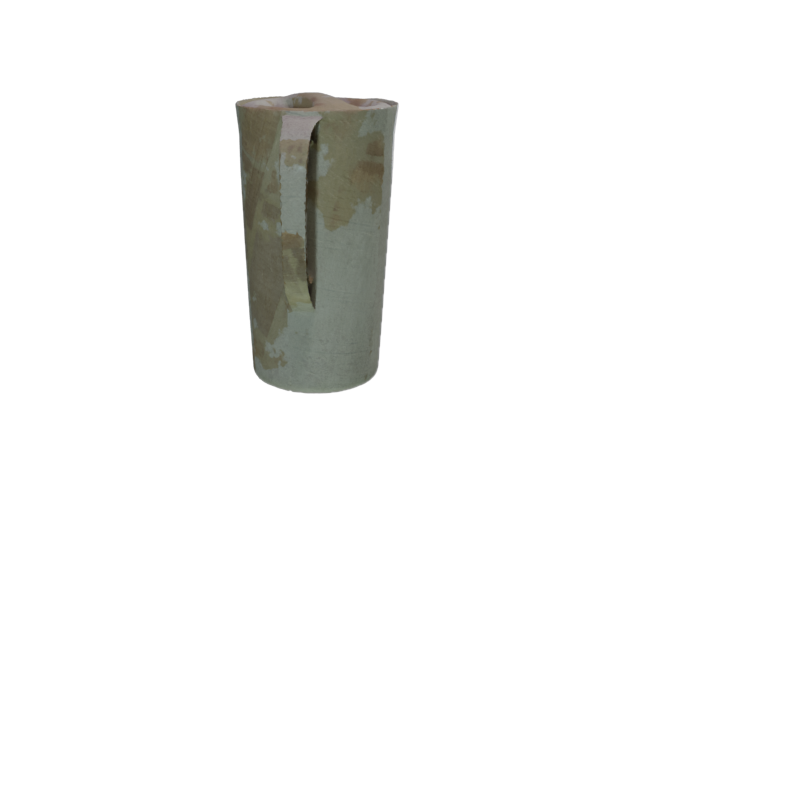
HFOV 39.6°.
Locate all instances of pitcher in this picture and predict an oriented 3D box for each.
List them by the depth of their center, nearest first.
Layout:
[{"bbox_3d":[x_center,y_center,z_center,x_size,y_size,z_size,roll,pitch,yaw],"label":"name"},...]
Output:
[{"bbox_3d":[-0.072,-0.131,0.920,0.145,0.236,0.153,-11,18,-38],"label":"pitcher"}]
